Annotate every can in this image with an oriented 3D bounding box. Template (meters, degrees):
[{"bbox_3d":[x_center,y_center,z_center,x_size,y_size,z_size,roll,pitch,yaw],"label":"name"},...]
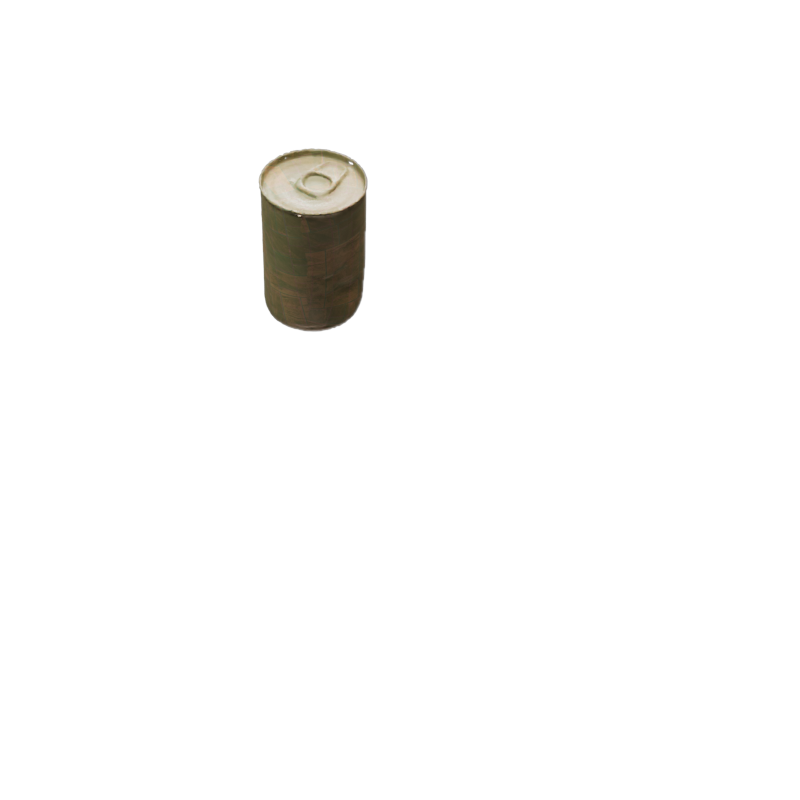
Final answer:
[{"bbox_3d":[-0.057,-0.103,0.723,0.068,0.095,0.074,0,44,-3],"label":"can"}]
